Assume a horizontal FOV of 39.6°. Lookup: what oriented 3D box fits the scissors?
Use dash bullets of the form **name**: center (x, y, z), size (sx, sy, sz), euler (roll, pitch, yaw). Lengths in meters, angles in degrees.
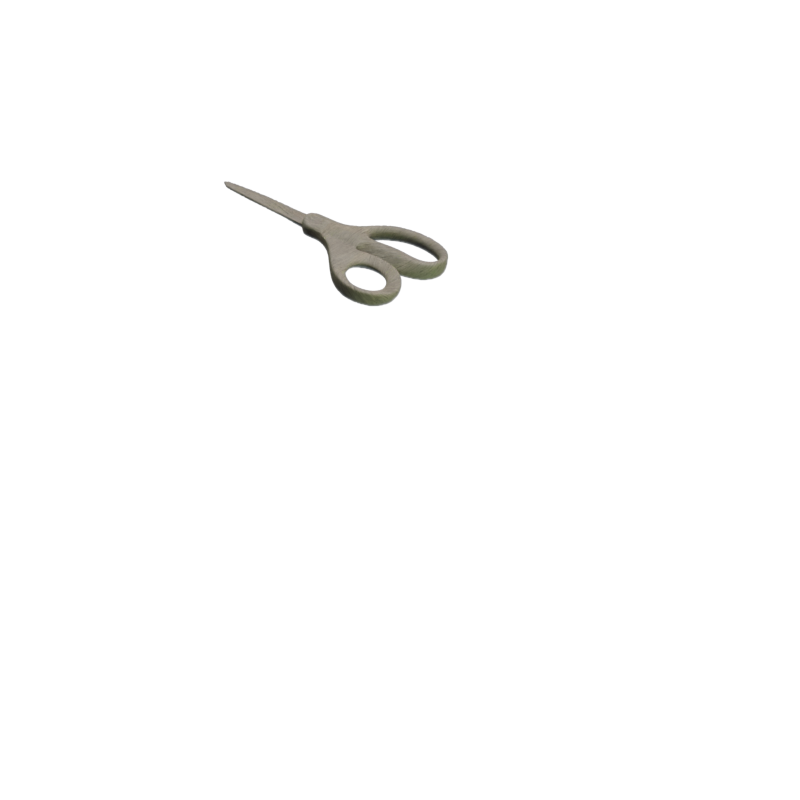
- **scissors**: center (-0.065, -0.119, 0.836), size (0.209, 0.015, 0.099), euler (17, 43, 19)
